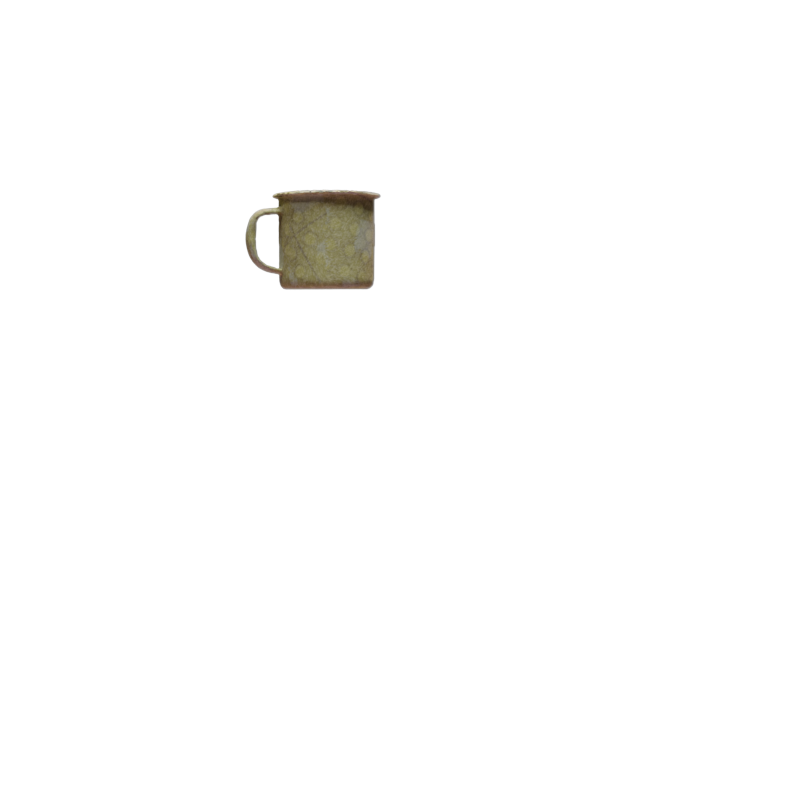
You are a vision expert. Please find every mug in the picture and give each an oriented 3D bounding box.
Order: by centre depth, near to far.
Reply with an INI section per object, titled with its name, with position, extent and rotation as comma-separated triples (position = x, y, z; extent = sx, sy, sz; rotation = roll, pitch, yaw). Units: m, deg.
[mug]
position = -0.074, -0.135, 0.945
extent = 0.114, 0.082, 0.095
rotation = -1, 2, -20
